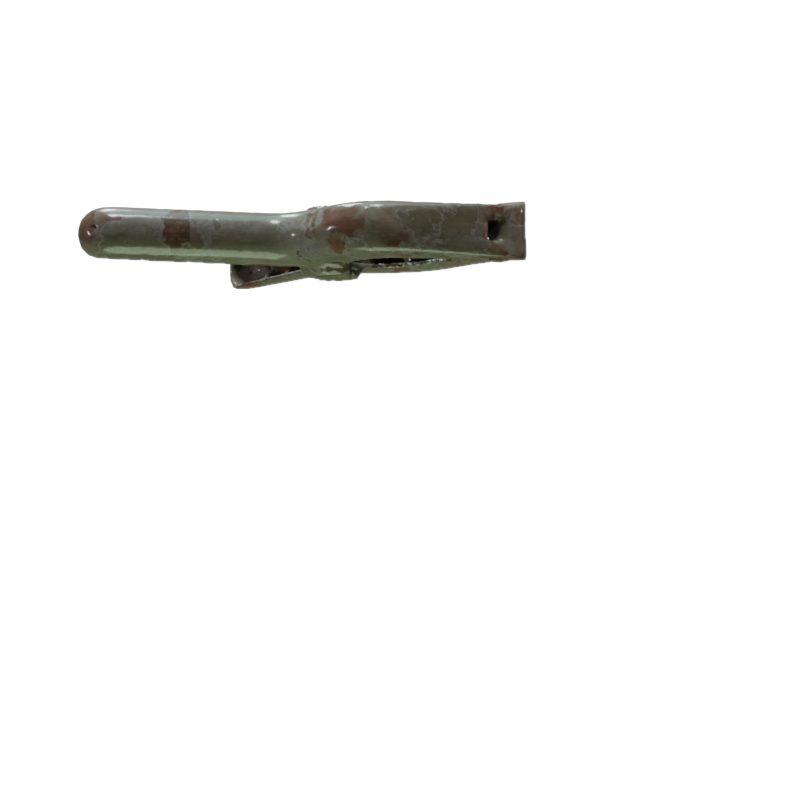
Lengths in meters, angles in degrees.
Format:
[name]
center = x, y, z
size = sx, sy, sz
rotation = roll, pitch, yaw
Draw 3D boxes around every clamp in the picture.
[clamp]
center = -0.044, -0.080, 0.561
size = 0.217, 0.037, 0.158
rotation = 0, 0, 30
